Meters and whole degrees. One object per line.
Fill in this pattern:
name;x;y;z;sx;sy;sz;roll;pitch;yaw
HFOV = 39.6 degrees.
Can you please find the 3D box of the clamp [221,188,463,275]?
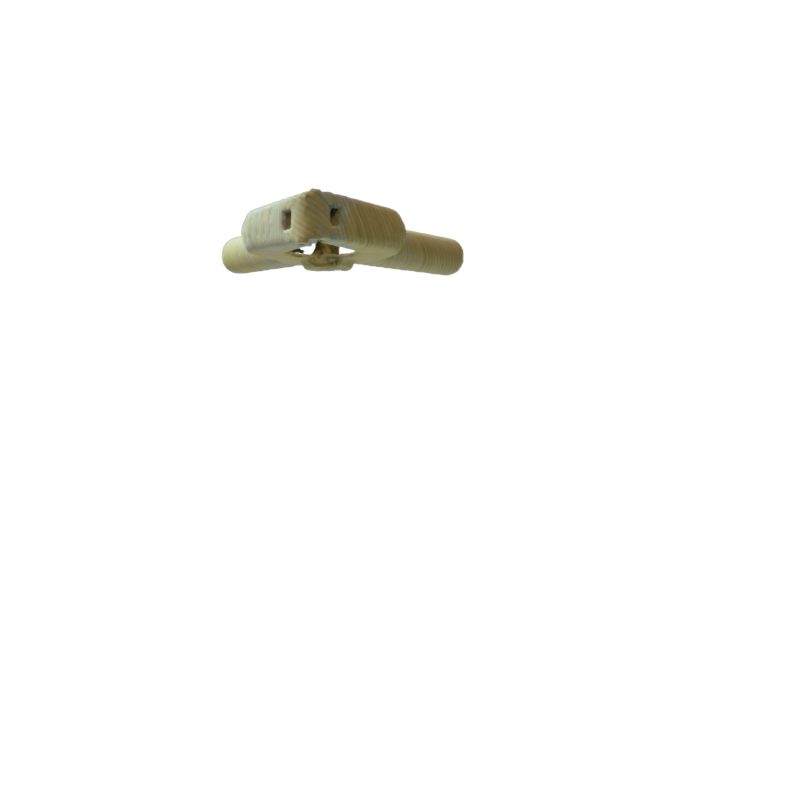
clamp;-0.053;-0.097;0.677;0.167;0.037;0.205;0;1;11
